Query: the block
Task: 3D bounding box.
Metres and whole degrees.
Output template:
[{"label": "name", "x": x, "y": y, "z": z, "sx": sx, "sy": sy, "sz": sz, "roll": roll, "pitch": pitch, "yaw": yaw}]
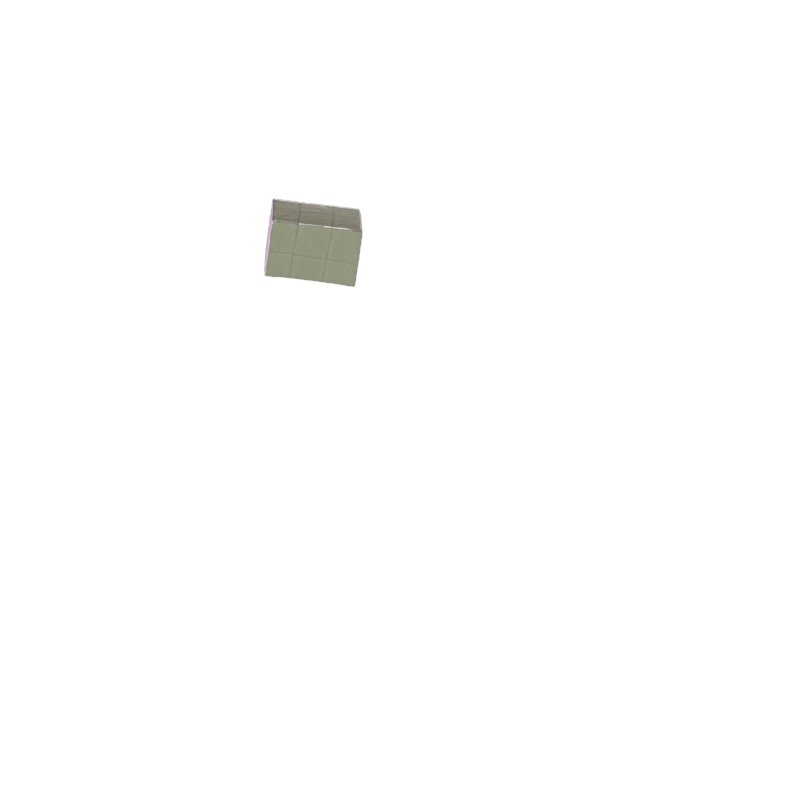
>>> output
[{"label": "block", "x": -0.073, "y": -0.134, "z": 0.935, "sx": 0.077, "sy": 0.050, "sz": 0.054, "roll": 7, "pitch": 27, "yaw": -5}]
